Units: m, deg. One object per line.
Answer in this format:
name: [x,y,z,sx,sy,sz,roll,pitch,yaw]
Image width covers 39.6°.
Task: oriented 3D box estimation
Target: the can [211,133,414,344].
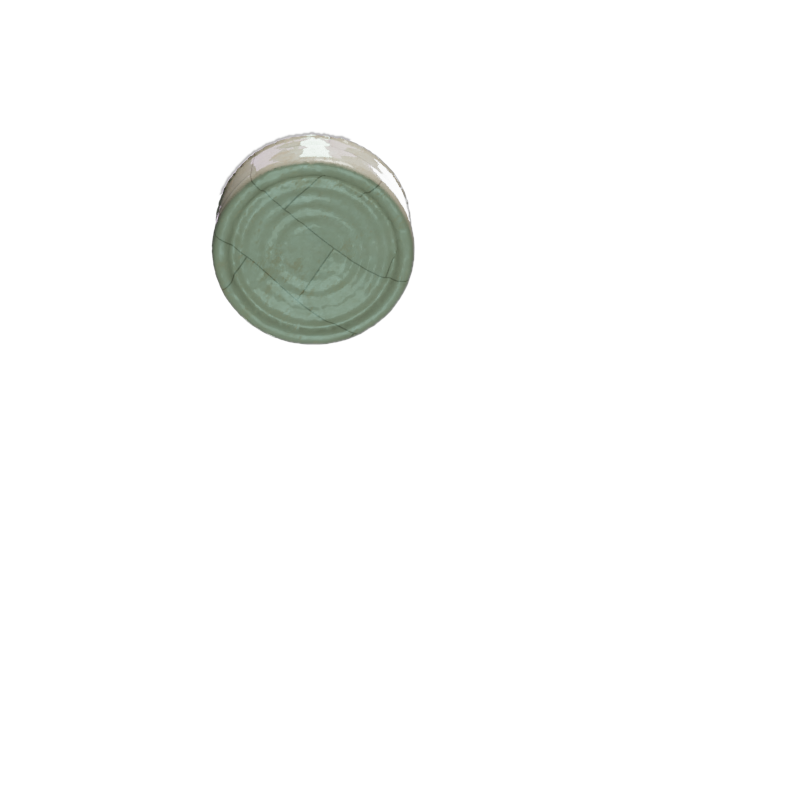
can: [-0.037,-0.067,0.471,0.086,0.081,0.035,1,25,-1]
